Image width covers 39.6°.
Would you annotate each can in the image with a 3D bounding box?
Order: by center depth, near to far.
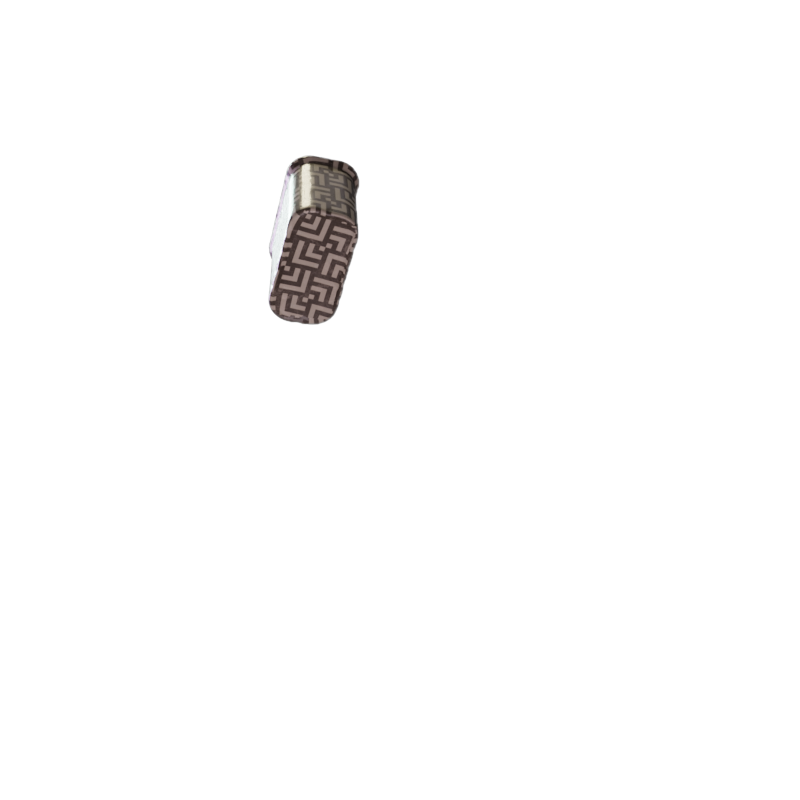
[{"bbox_3d":[-0.065,-0.119,0.831,0.057,0.097,0.089,11,32,-10],"label":"can"}]
